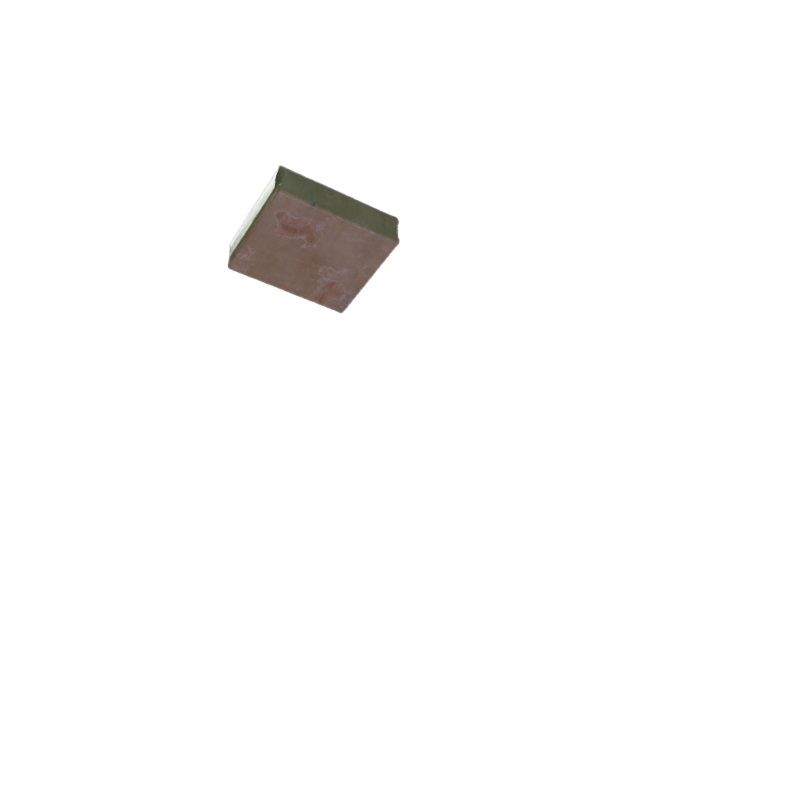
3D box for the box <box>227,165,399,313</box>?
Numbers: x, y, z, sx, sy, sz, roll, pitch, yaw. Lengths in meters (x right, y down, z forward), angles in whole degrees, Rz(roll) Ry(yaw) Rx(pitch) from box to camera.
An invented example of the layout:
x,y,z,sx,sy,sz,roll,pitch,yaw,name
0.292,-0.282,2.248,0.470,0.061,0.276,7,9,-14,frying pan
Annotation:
x,y,z,sx,sy,sz,roll,pitch,yaw,name
-0.056,-0.102,0.715,0.086,0.032,0.071,22,-50,-20,box
